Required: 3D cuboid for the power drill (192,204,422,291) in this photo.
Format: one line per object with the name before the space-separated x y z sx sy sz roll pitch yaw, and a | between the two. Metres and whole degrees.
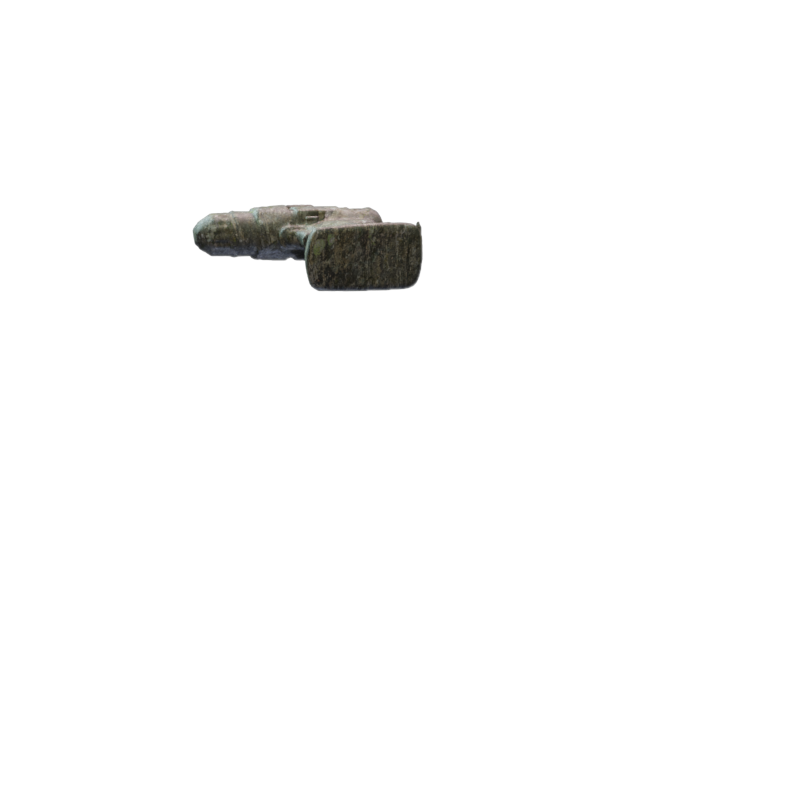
power drill | -0.077 -0.141 0.984 0.180 0.056 0.198 -7 18 -21
